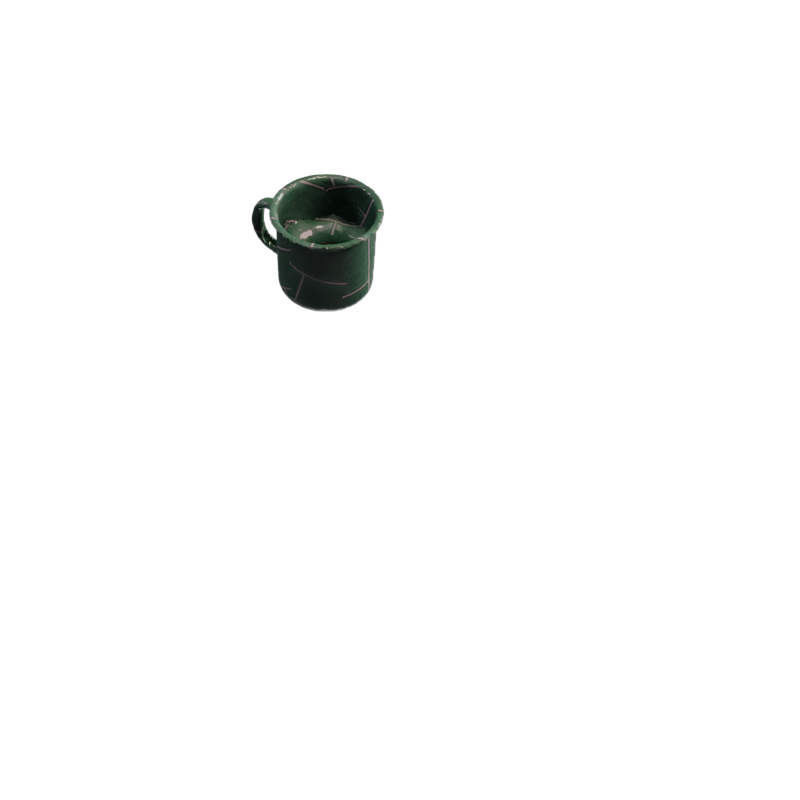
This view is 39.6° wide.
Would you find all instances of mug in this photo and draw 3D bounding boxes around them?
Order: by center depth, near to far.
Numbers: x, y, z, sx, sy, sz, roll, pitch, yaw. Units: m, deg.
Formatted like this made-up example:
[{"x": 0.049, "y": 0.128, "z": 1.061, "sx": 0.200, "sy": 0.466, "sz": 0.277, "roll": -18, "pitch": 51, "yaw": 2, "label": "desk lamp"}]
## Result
[{"x": -0.072, "y": -0.132, "z": 0.926, "sx": 0.121, "sy": 0.076, "sz": 0.096, "roll": 20, "pitch": 49, "yaw": 17, "label": "mug"}]
